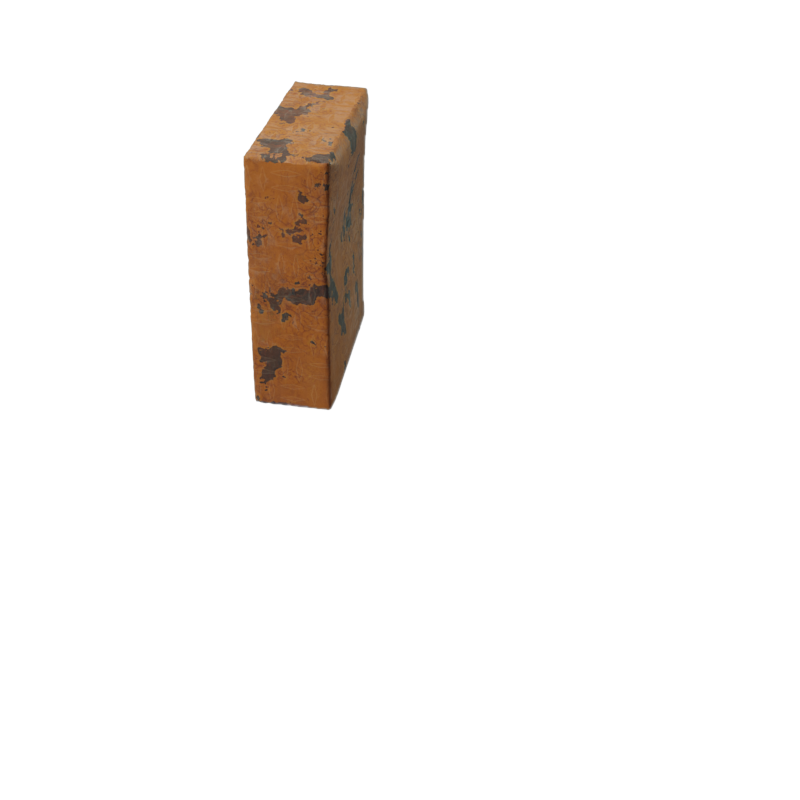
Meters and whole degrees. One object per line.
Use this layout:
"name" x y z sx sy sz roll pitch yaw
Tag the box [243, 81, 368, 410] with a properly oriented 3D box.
"box" -0.070 -0.127 0.891 0.073 0.201 0.172 6 32 6
